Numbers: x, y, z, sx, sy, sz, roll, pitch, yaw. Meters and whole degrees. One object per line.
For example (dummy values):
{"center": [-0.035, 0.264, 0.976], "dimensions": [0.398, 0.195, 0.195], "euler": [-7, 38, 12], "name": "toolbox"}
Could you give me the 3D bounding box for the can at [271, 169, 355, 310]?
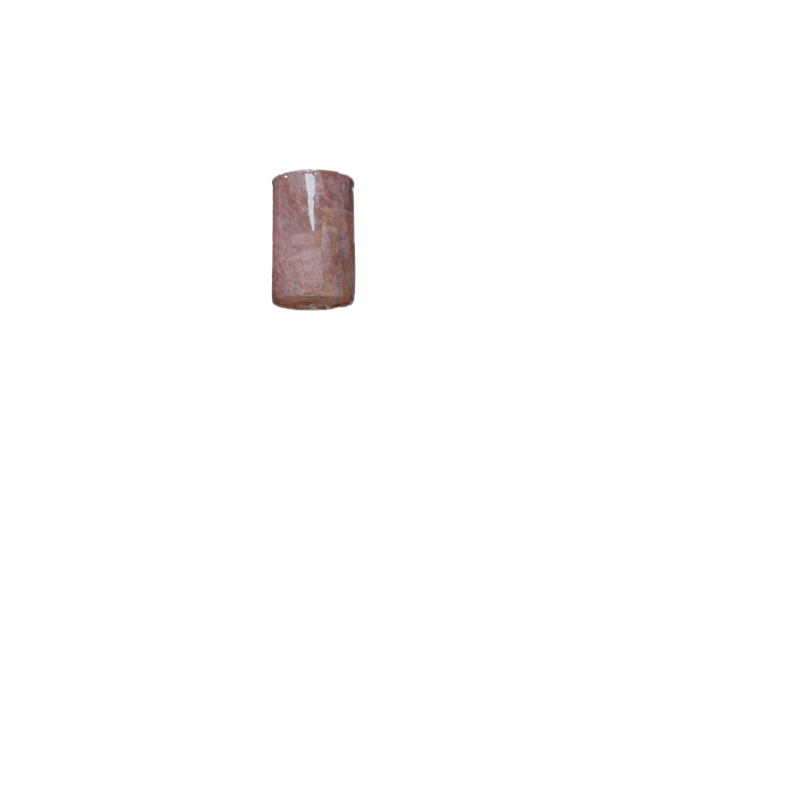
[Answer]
{"center": [-0.070, -0.128, 0.897], "dimensions": [0.068, 0.105, 0.067], "euler": [0, -11, -2], "name": "can"}
